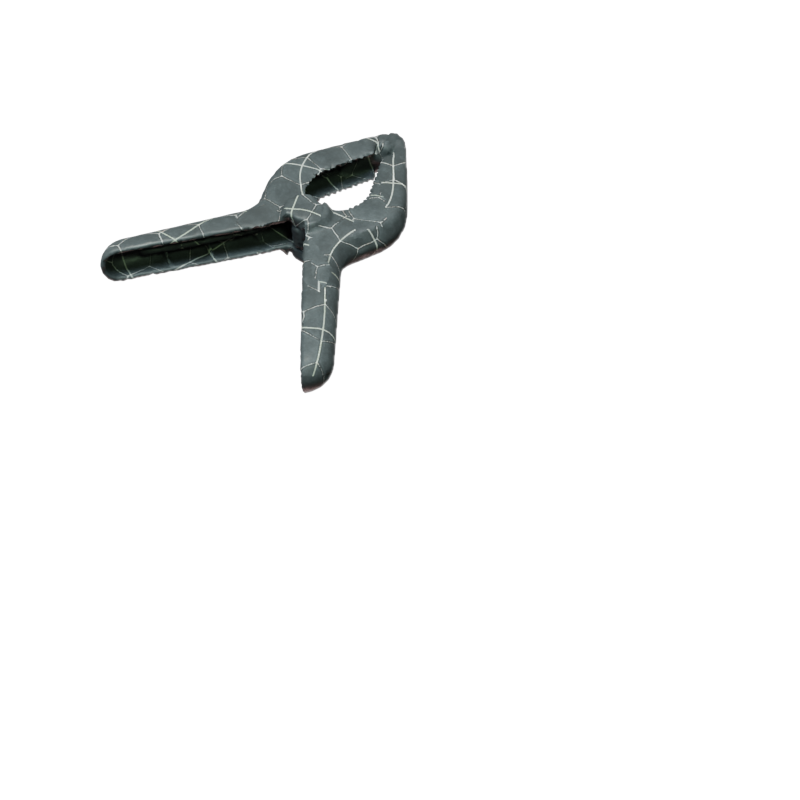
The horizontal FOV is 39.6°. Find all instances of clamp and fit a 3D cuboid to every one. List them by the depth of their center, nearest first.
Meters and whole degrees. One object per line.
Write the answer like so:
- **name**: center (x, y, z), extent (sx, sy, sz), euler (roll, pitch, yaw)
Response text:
- **clamp**: center (-0.053, -0.097, 0.678), extent (0.175, 0.034, 0.212), euler (34, 55, 28)
